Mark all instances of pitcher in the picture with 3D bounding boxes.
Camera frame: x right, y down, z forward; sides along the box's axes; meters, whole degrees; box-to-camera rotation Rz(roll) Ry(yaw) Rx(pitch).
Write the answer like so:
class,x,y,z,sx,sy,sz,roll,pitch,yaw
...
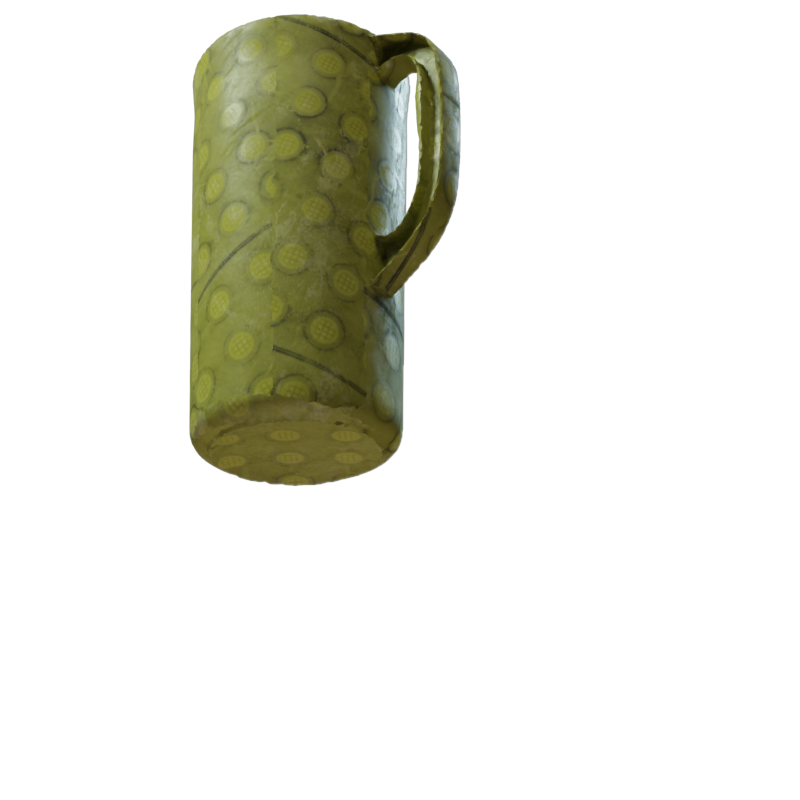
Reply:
class,x,y,z,sx,sy,sz,roll,pitch,yaw
pitcher,-0.048,-0.087,0.611,0.143,0.259,0.142,3,-29,-8
